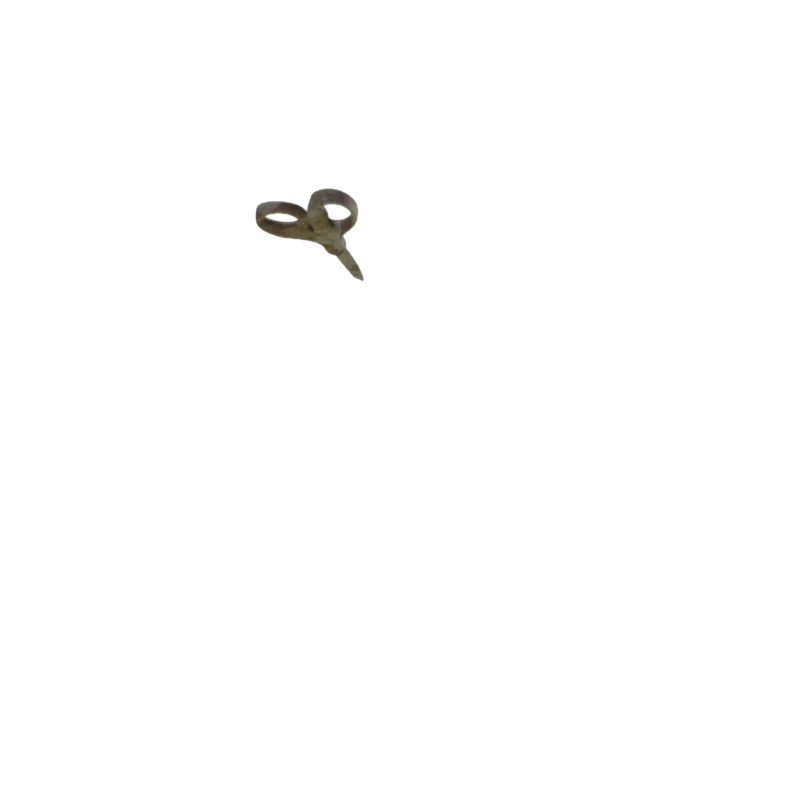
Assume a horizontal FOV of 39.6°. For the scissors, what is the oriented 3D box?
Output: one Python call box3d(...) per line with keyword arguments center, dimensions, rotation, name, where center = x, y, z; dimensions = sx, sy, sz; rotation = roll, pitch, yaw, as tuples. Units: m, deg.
box3d(center=(-0.078, -0.142, 0.995), dimensions=(0.096, 0.016, 0.193), rotation=(1, -15, -3), name="scissors")
